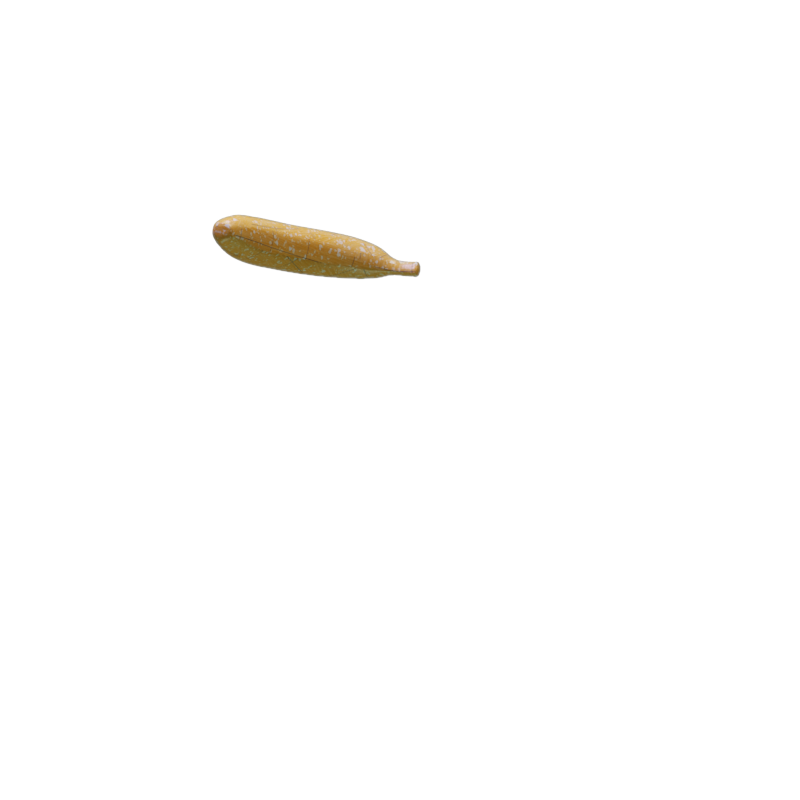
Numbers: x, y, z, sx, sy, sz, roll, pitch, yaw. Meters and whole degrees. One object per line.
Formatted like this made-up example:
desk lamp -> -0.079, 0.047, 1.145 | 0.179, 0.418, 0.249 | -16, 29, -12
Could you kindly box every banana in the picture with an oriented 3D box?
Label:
banana -> -0.076, -0.121, 0.869 | 0.189, 0.037, 0.071 | 3, -7, -40
